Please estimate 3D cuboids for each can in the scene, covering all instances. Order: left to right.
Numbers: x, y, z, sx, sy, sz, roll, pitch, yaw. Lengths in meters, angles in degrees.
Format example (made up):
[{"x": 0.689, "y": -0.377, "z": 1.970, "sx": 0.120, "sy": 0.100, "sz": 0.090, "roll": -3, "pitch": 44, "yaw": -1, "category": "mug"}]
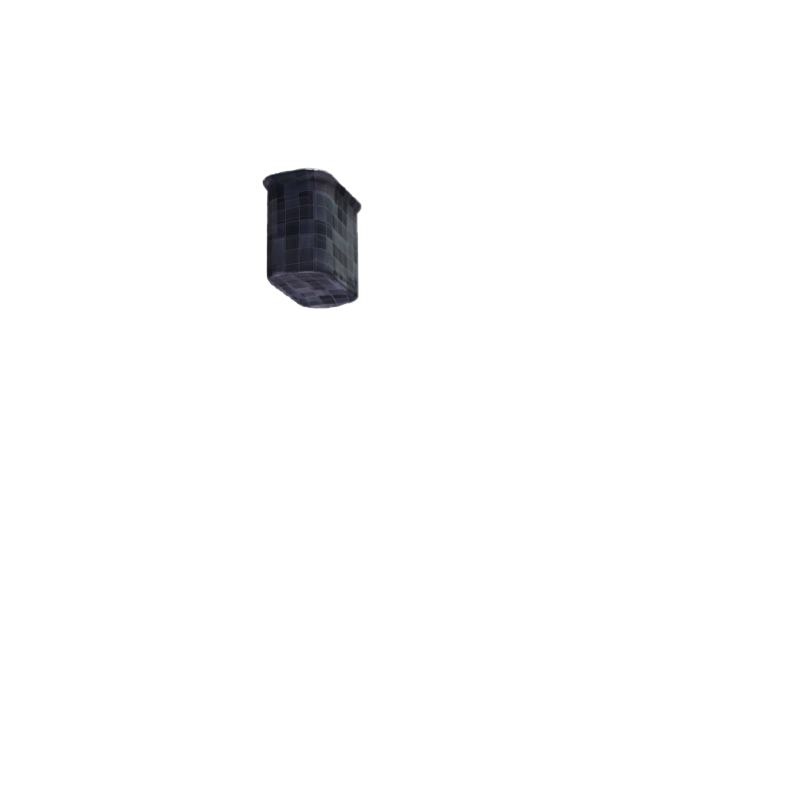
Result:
[{"x": -0.069, "y": -0.126, "z": 0.885, "sx": 0.058, "sy": 0.087, "sz": 0.096, "roll": -7, "pitch": -17, "yaw": 19, "category": "can"}]
